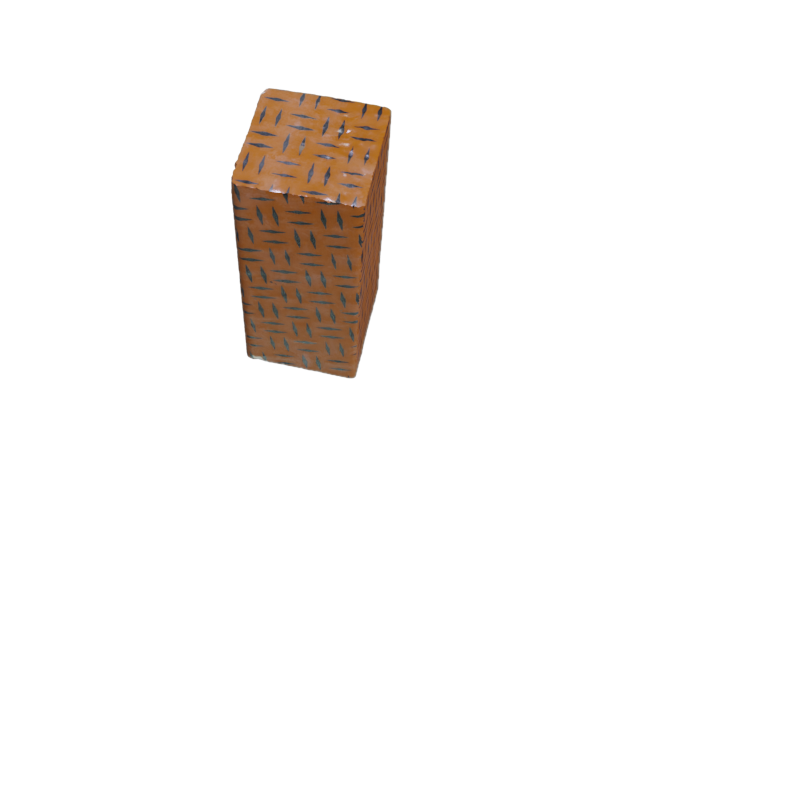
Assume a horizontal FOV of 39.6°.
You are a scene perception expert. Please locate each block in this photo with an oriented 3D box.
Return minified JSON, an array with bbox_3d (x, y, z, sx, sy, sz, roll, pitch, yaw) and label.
[{"bbox_3d":[-0.063,-0.114,0.795,0.091,0.096,0.193,11,-32,4],"label":"block"}]
